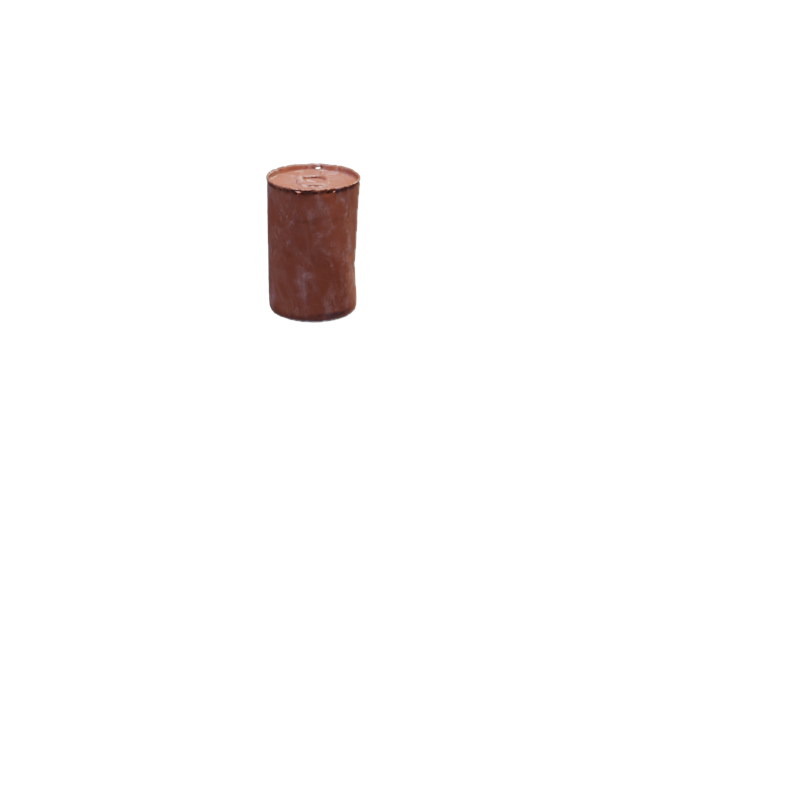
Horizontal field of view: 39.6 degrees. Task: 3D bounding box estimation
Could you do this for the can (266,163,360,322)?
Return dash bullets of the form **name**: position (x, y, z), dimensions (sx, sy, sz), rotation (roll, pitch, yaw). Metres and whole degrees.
- **can**: position (-0.064, -0.116, 0.815), dimensions (0.068, 0.097, 0.072), rotation (0, 23, -2)
